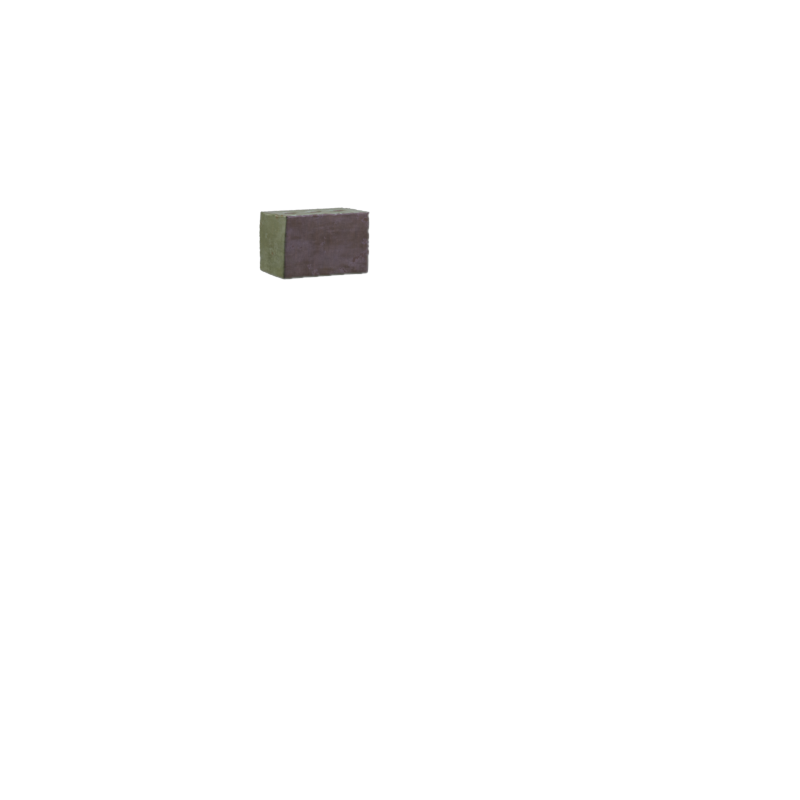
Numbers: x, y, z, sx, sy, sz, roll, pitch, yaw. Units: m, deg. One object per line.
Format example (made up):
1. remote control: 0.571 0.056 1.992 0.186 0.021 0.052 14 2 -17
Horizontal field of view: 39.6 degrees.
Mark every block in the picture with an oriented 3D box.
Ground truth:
1. block: -0.071 -0.130 0.909 0.076 0.050 0.055 -7 13 -28
